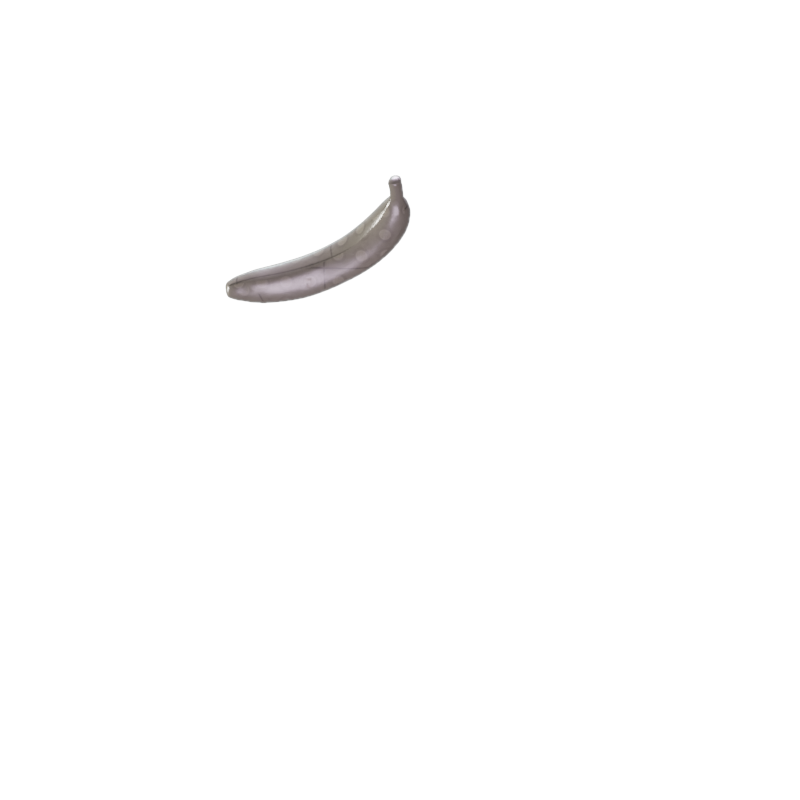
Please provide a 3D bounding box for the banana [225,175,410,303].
[{"bbox_3d":[-0.062,-0.131,0.981,0.197,0.039,0.065,-30,-56,22],"label":"banana"}]
